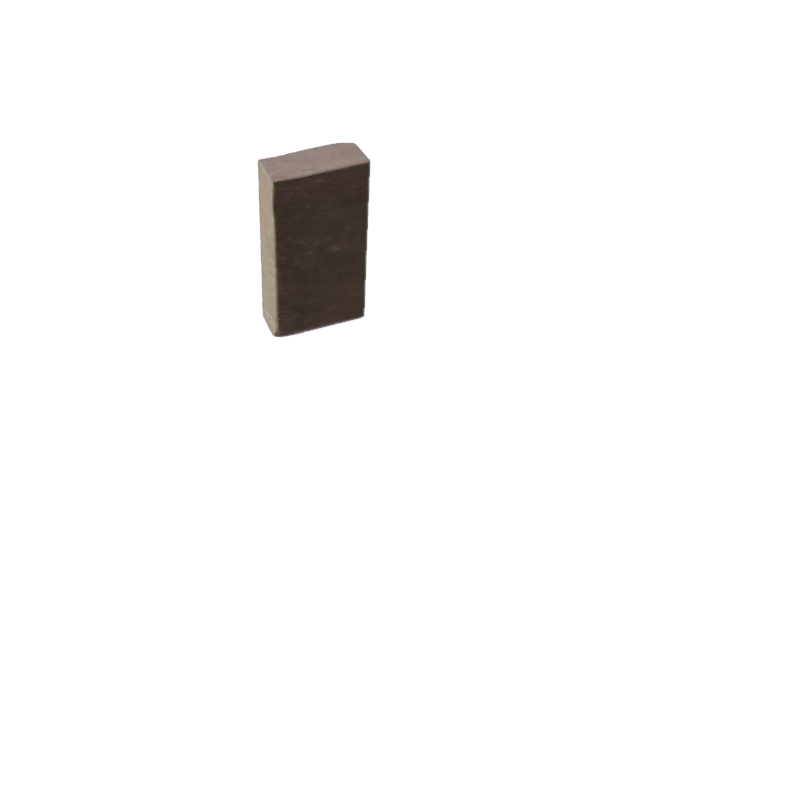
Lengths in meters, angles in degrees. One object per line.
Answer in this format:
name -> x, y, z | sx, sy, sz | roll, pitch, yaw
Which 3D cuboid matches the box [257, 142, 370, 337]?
box -> -0.078, -0.143, 0.999 | 0.092, 0.165, 0.052 | -13, 40, -20
